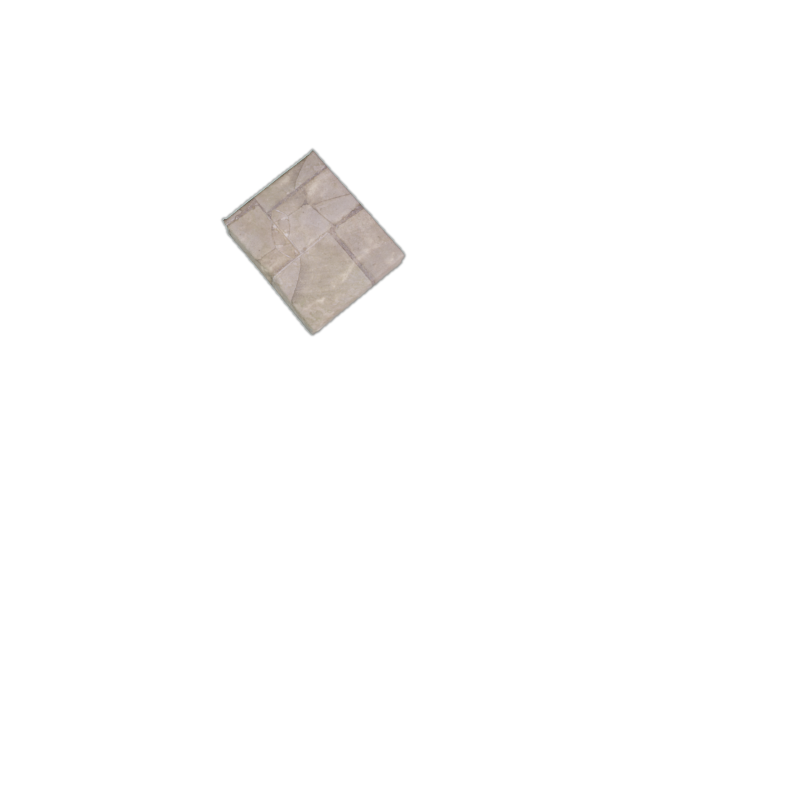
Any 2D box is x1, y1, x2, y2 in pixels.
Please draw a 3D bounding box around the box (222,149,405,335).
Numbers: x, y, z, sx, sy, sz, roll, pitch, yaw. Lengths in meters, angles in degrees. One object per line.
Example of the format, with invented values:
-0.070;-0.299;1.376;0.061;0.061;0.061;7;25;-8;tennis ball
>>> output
-0.053;-0.097;0.680;0.073;0.092;0.029;-39;-9;-8;box
